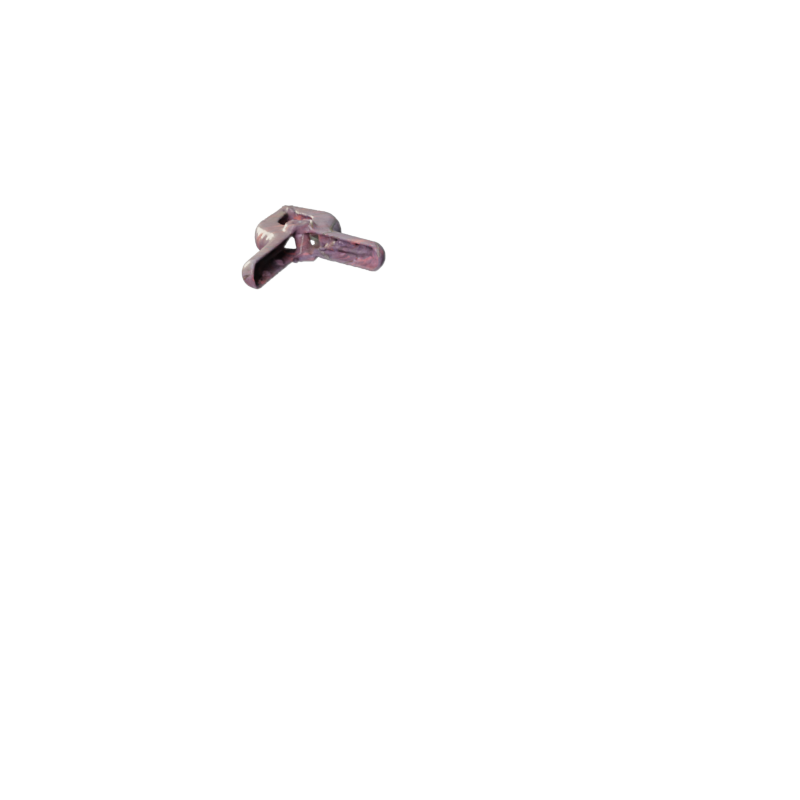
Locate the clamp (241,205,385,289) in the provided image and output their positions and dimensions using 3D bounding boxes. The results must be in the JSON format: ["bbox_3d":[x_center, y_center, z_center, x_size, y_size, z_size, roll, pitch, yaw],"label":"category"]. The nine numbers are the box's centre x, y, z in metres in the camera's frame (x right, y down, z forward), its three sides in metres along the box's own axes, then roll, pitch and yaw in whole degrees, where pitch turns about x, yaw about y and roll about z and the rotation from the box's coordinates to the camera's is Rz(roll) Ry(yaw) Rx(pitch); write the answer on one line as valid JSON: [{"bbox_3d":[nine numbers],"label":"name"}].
[{"bbox_3d":[-0.077,-0.141,0.987,0.120,0.037,0.181,-1,26,-3],"label":"clamp"}]
